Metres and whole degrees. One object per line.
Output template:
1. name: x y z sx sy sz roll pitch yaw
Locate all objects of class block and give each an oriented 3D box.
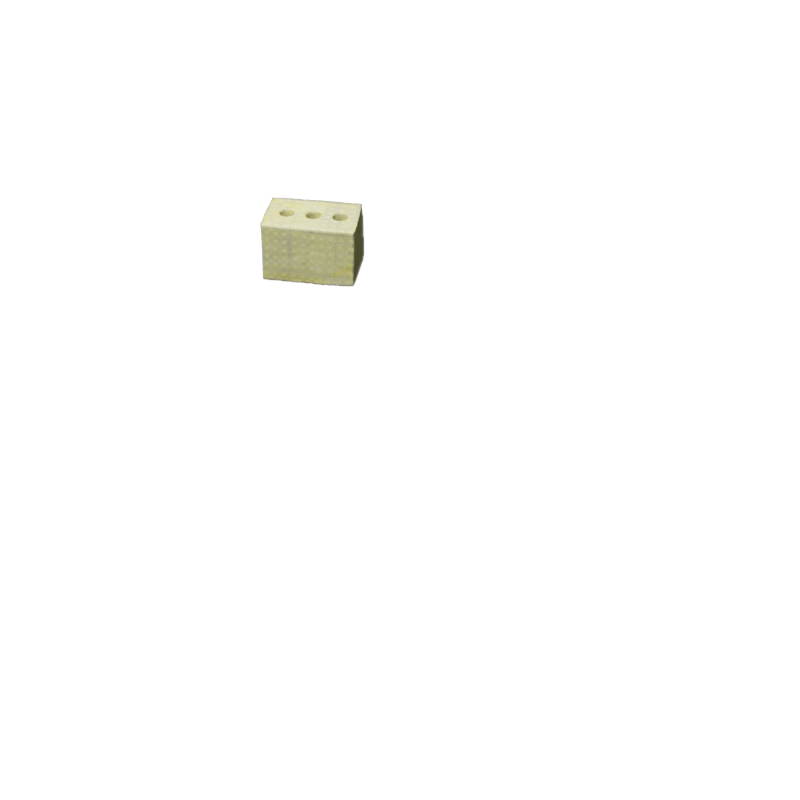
1. block: -0.071 -0.129 0.904 0.079 0.048 0.055 5 32 7
